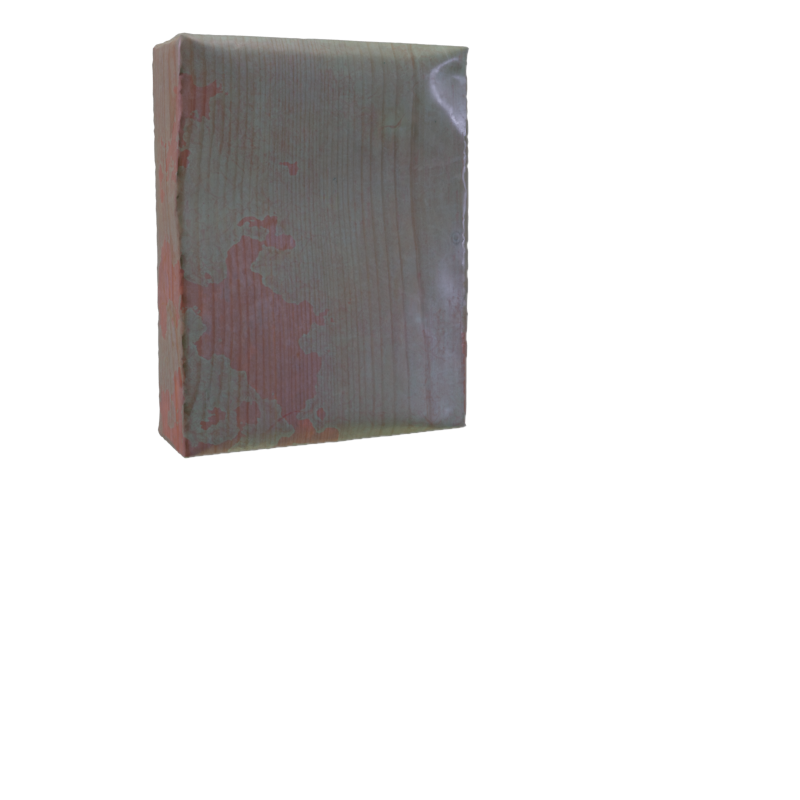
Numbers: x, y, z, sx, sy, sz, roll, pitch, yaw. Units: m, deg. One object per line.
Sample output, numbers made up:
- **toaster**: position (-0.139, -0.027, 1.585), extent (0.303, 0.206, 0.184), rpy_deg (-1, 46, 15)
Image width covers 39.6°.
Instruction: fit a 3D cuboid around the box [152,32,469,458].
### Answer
- **box**: position (-0.047, -0.086, 0.600), extent (0.160, 0.212, 0.074), rpy_deg (-2, 5, -21)
